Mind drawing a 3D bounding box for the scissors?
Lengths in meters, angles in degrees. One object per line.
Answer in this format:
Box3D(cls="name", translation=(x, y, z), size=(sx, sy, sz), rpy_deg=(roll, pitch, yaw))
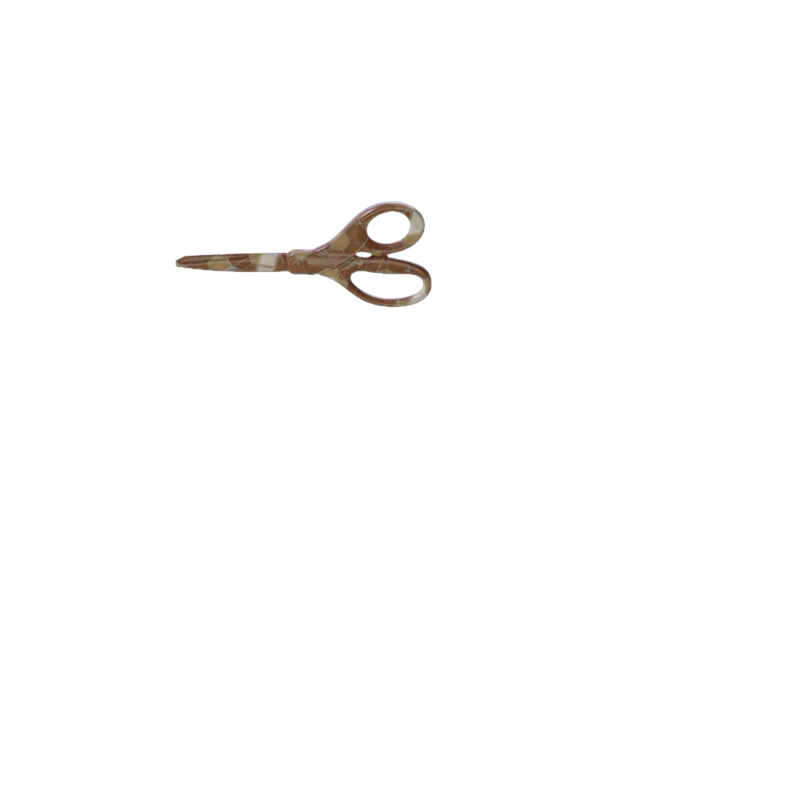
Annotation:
Box3D(cls="scissors", translation=(-0.068, -0.124, 0.869), size=(0.199, 0.092, 0.017), rpy_deg=(14, 22, -6))
